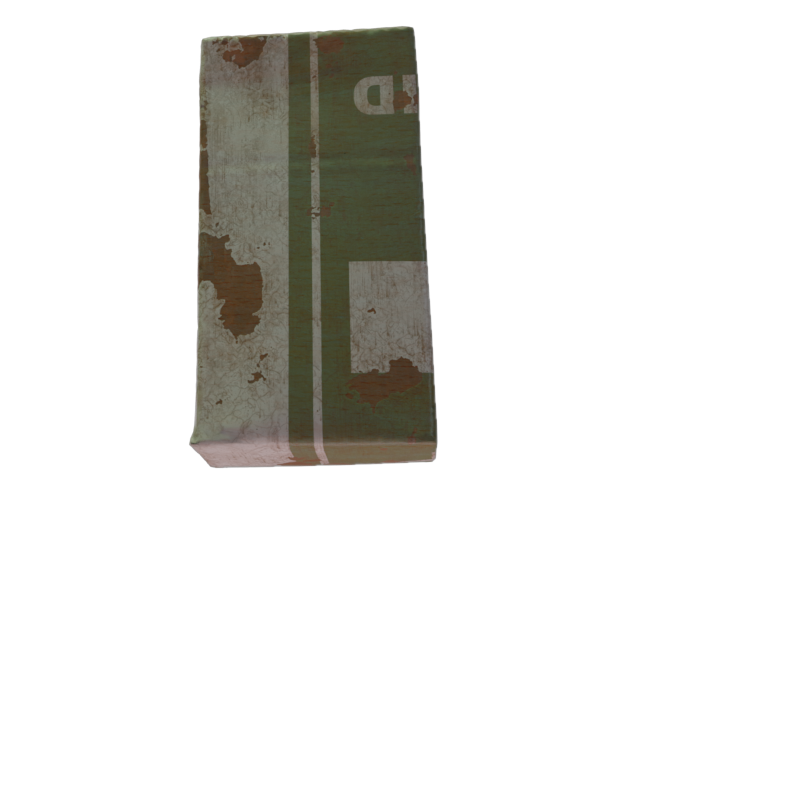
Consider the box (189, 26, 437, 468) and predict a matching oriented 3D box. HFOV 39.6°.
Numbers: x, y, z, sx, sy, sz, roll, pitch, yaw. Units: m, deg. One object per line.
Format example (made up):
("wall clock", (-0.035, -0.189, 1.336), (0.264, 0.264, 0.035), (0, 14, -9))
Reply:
("box", (-0.035, -0.064, 0.452), (0.094, 0.185, 0.045), (-2, -21, 3))
